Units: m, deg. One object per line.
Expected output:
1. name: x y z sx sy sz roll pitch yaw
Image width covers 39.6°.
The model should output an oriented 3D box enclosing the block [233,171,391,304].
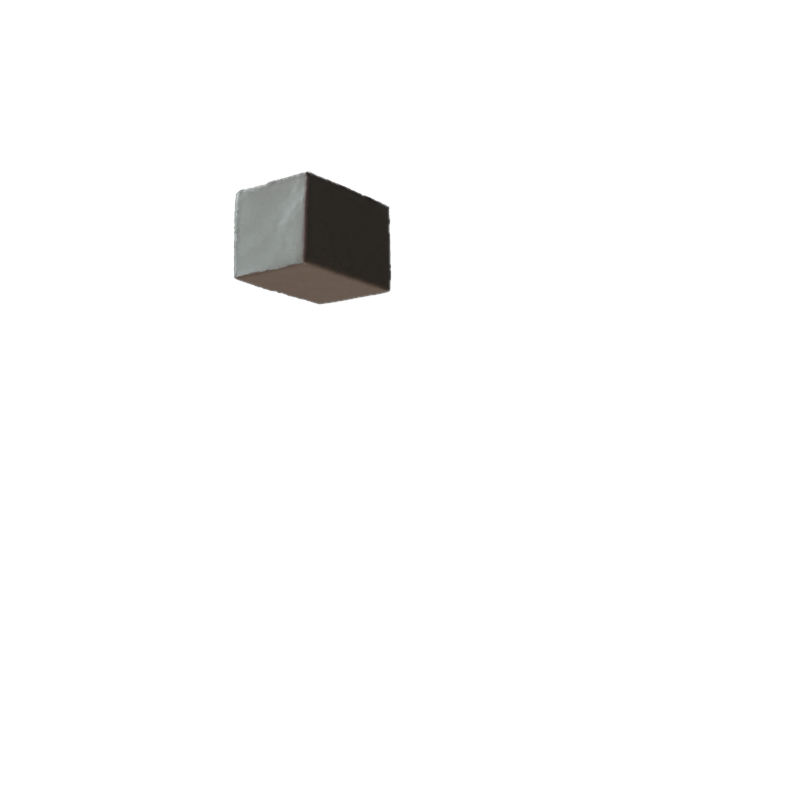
1. block: -0.048 -0.087 0.612 0.054 0.053 0.074 -9 -14 35
